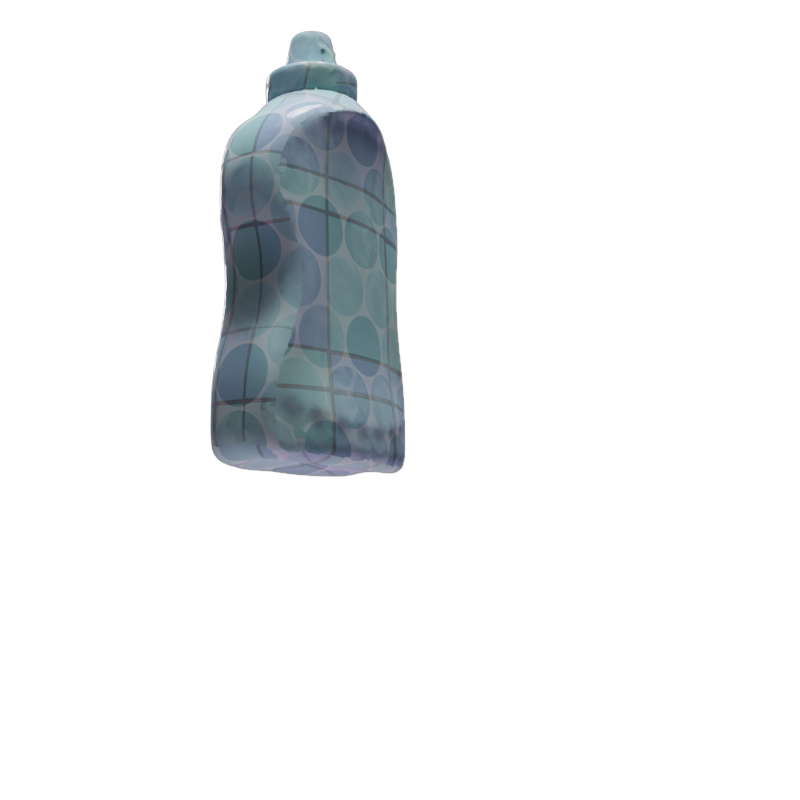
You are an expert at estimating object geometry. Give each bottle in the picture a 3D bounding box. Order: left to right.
[{"bbox_3d":[-0.037,-0.067,0.473,0.060,0.199,0.090,-12,-18,35],"label":"bottle"}]
